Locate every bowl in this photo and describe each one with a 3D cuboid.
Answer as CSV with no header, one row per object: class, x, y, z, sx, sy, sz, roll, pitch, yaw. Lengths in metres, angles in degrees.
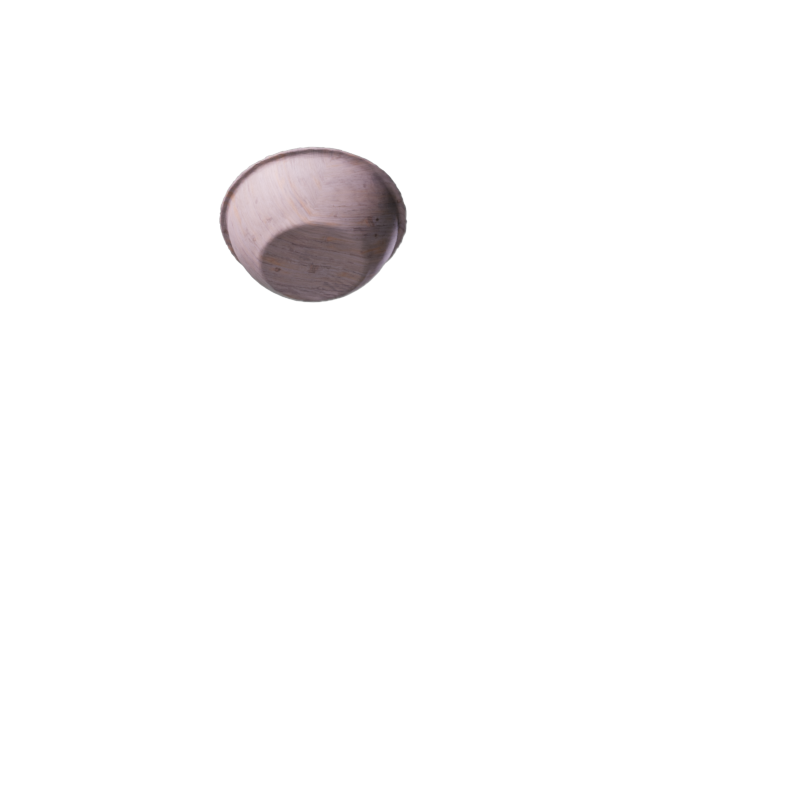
bowl,-0.073,-0.133,0.935,0.162,0.059,0.151,1,-44,-1
